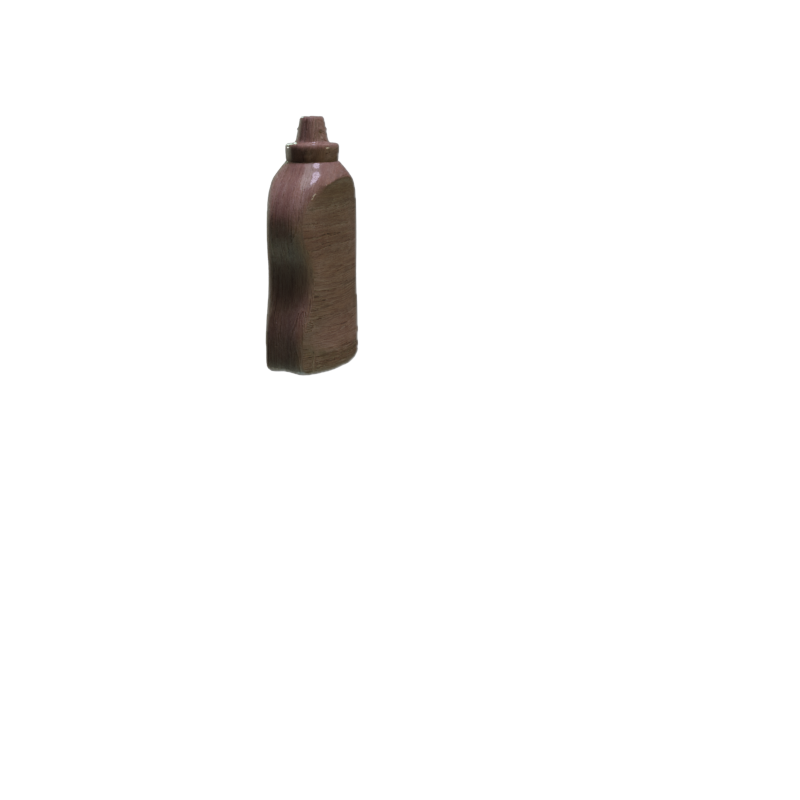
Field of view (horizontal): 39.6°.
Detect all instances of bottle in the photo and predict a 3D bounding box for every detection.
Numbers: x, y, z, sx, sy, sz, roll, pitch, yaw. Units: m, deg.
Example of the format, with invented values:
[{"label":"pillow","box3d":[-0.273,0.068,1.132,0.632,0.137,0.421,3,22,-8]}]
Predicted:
[{"label":"bottle","box3d":[-0.067,-0.122,0.852,0.061,0.188,0.094,5,11,27]}]
